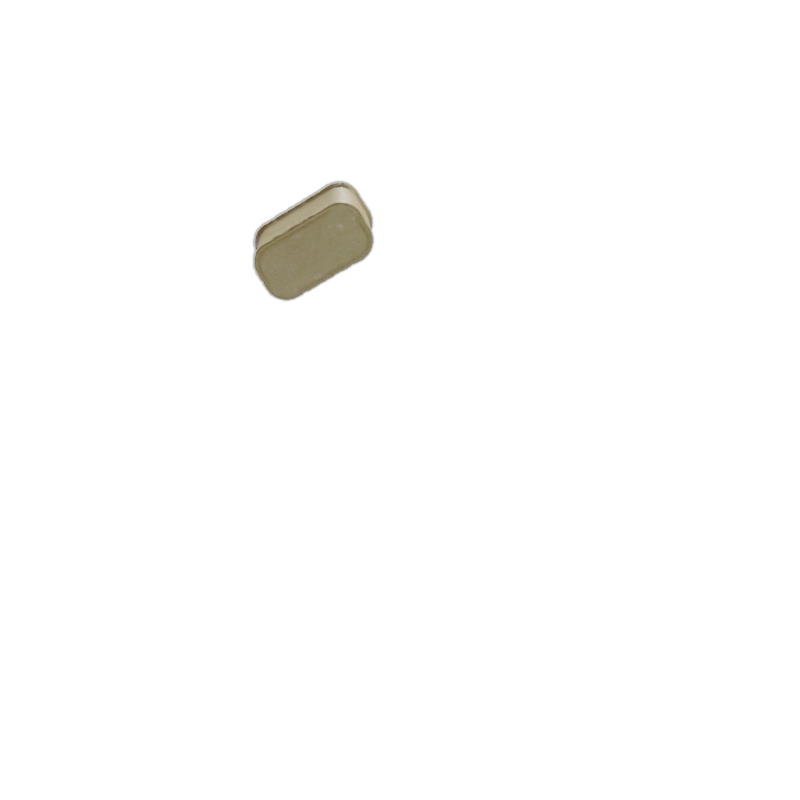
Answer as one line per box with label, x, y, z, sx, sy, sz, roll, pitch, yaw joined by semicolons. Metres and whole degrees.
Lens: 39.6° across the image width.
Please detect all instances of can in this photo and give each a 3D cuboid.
can;-0.072;-0.131;0.919;0.102;0.056;0.087;-30;16;6
